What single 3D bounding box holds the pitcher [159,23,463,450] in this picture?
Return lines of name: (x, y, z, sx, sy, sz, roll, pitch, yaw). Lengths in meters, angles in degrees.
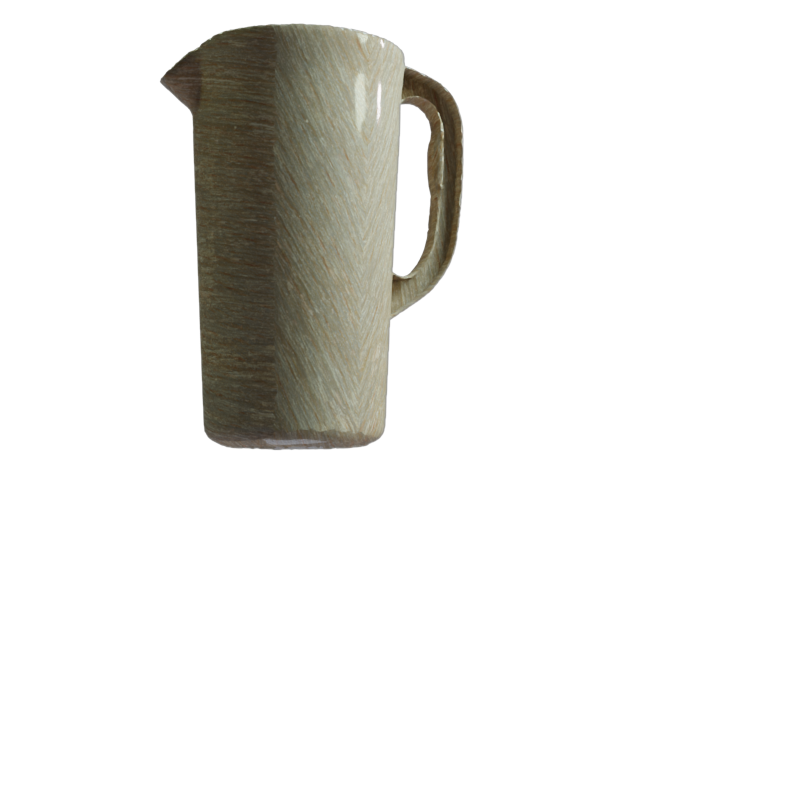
pitcher: (-0.053, -0.096, 0.672, 0.154, 0.247, 0.139, -3, -5, 28)
